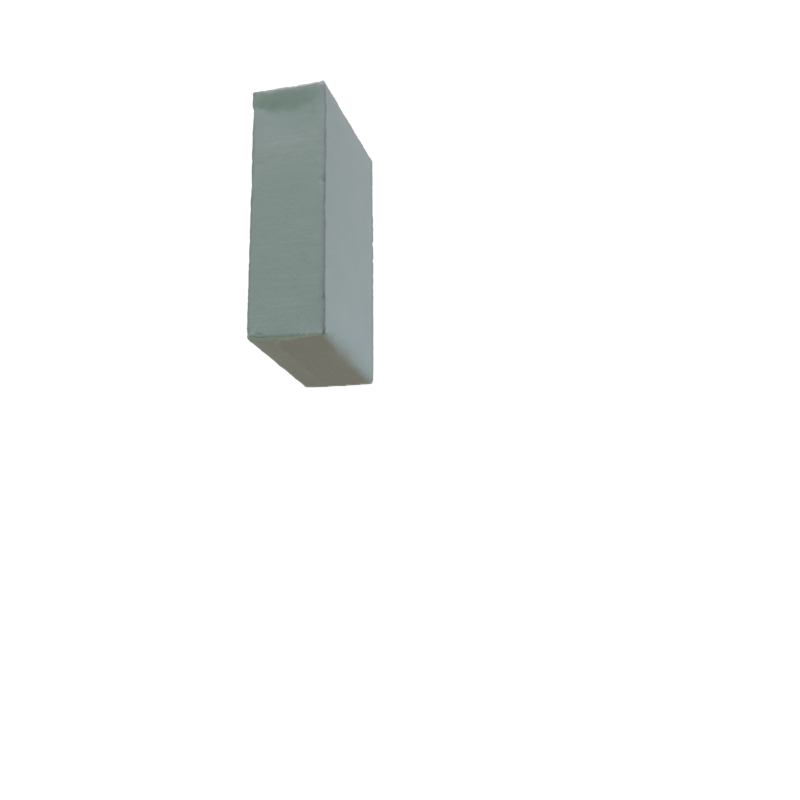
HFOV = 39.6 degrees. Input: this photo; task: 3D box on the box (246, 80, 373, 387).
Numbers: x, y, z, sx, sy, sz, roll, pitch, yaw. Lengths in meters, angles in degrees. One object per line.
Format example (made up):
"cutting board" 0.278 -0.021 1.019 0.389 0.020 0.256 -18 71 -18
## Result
"box" -0.073 -0.133 0.928 0.073 0.224 0.155 -6 -18 12
